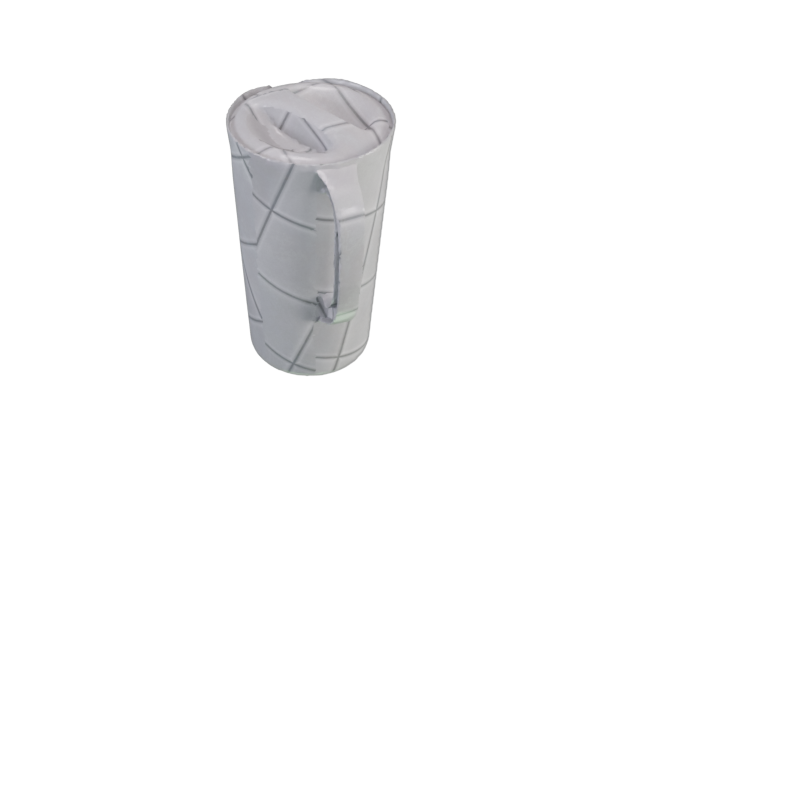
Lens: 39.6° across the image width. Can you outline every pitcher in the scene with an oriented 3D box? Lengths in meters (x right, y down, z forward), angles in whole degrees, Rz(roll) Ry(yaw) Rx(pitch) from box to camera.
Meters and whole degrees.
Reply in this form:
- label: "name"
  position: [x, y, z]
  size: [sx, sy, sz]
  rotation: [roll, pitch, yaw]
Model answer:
- label: "pitcher"
  position: [-0.073, -0.132, 0.927]
  size: [0.150, 0.227, 0.154]
  rotation: [18, 43, 17]
